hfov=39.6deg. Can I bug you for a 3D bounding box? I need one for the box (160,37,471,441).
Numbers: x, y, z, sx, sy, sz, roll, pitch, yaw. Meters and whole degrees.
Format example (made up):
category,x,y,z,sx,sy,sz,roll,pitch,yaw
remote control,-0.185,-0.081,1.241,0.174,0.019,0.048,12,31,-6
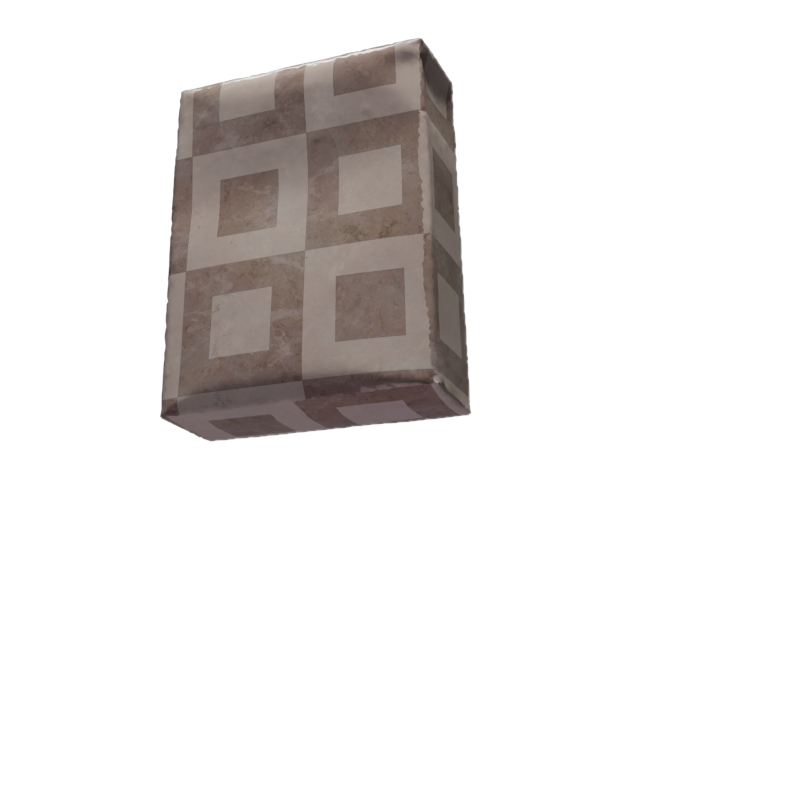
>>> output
category,x,y,z,sx,sy,sz,roll,pitch,yaw
box,-0.051,-0.093,0.651,0.167,0.225,0.067,-8,-22,19
